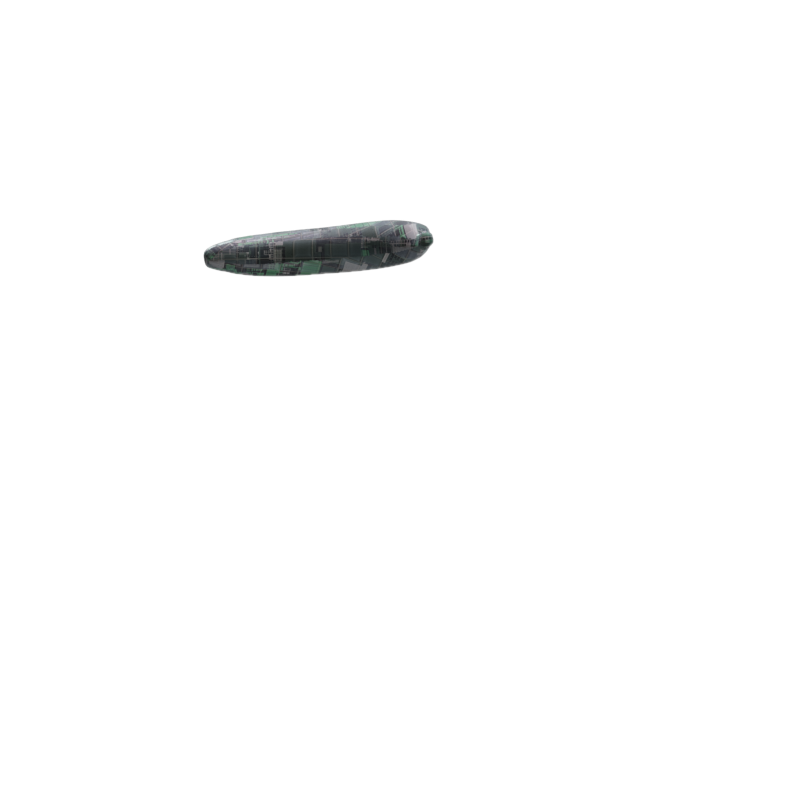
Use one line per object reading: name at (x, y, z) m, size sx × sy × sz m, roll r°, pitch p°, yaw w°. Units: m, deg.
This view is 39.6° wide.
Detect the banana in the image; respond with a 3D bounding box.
banana at (-0.056, -0.121, 0.870) m, size 0.203 × 0.038 × 0.066 m, roll -3°, pitch -8°, yaw 26°
